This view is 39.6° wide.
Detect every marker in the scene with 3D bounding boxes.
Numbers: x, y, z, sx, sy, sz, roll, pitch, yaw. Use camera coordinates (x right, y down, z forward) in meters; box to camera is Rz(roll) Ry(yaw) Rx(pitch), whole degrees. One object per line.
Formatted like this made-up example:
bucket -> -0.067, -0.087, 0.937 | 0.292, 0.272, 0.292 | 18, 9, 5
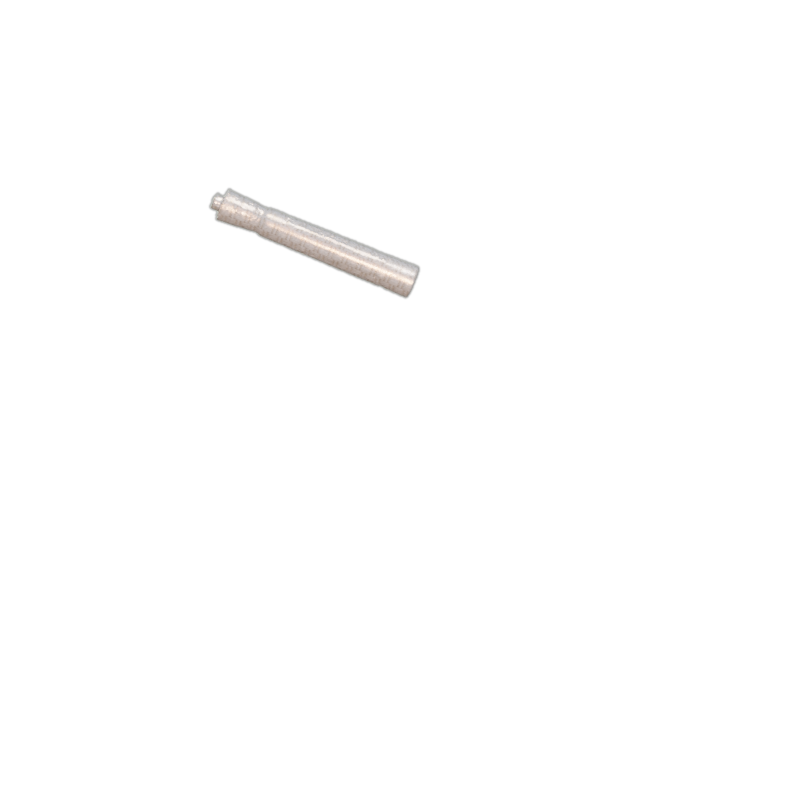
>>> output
marker -> -0.048, -0.088, 0.618 | 0.121, 0.020, 0.020 | 23, 4, 1
